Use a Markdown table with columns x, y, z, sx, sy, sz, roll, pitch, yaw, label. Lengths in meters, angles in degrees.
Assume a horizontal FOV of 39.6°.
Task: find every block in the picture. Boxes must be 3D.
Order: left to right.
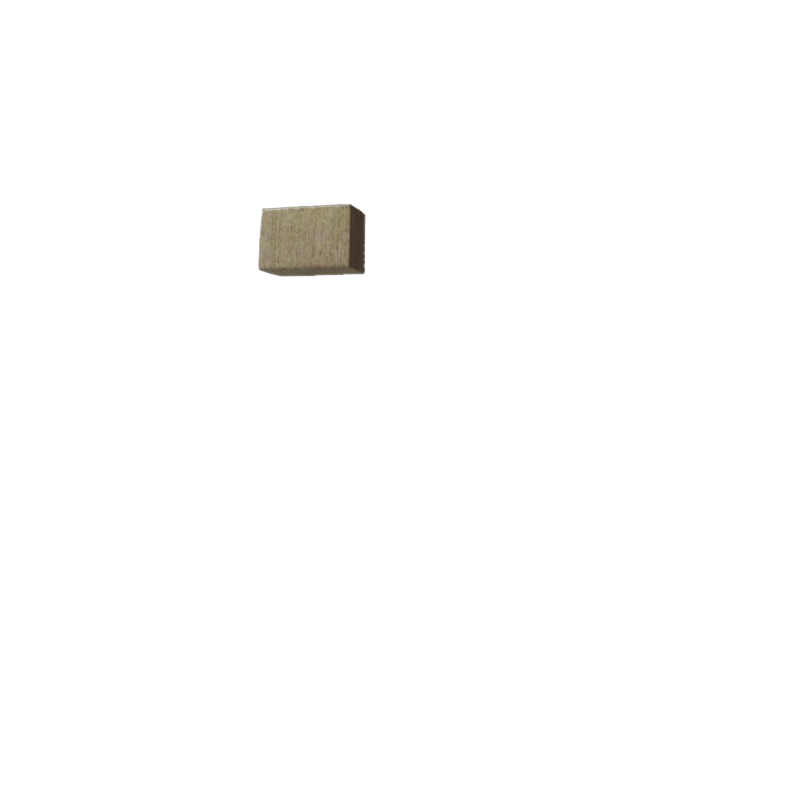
| x | y | z | sx | sy | sz | roll | pitch | yaw | label |
| --- | --- | --- | --- | --- | --- | --- | --- | --- | --- |
| -0.071 | -0.130 | 0.912 | 0.079 | 0.052 | 0.051 | -1 | -4 | 15 | block |
